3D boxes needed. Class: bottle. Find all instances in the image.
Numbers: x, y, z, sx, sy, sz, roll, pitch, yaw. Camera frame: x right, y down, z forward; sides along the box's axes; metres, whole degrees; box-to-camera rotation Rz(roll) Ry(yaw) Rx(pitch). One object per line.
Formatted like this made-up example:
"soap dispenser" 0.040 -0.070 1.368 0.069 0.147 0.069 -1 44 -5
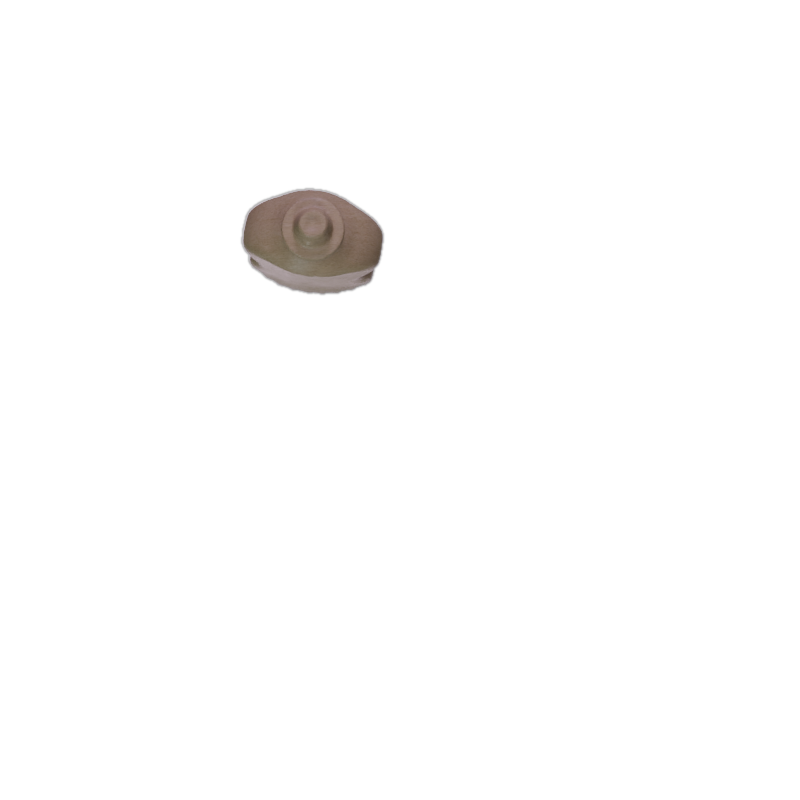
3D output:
"bottle" -0.061 -0.111 0.779 0.096 0.059 0.190 10 -1 -3
